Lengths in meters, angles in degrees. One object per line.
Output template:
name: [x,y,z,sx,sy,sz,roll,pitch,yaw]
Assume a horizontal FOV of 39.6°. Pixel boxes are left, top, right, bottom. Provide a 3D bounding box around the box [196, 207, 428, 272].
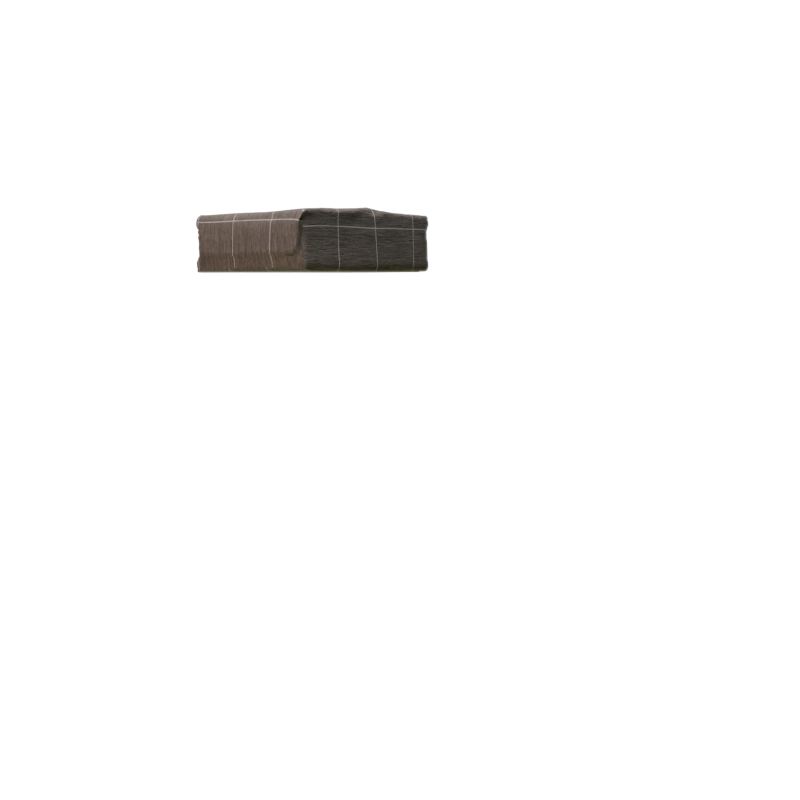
box: [-0.042,-0.076,0.533,0.076,0.030,0.086,5,7,43]
